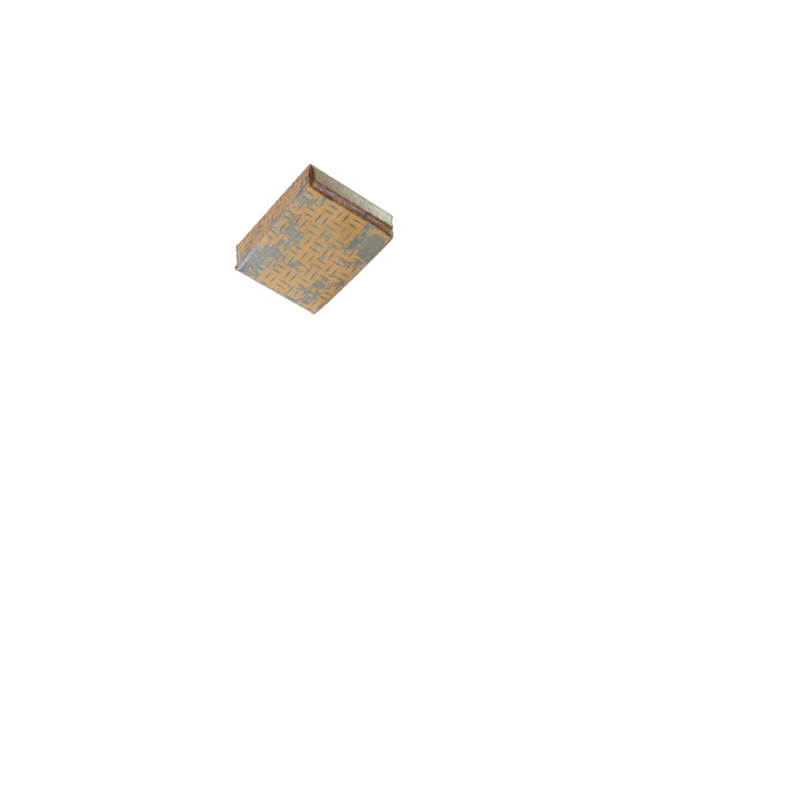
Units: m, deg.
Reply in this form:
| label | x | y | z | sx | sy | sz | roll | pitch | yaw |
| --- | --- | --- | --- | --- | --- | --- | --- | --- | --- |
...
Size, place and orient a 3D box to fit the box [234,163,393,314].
| label | x | y | z | sx | sy | sz | roll | pitch | yaw |
| --- | --- | --- | --- | --- | --- | --- | --- | --- | --- |
| box | -0.074 | -0.135 | 0.947 | 0.086 | 0.042 | 0.111 | 32 | -59 | -23 |
